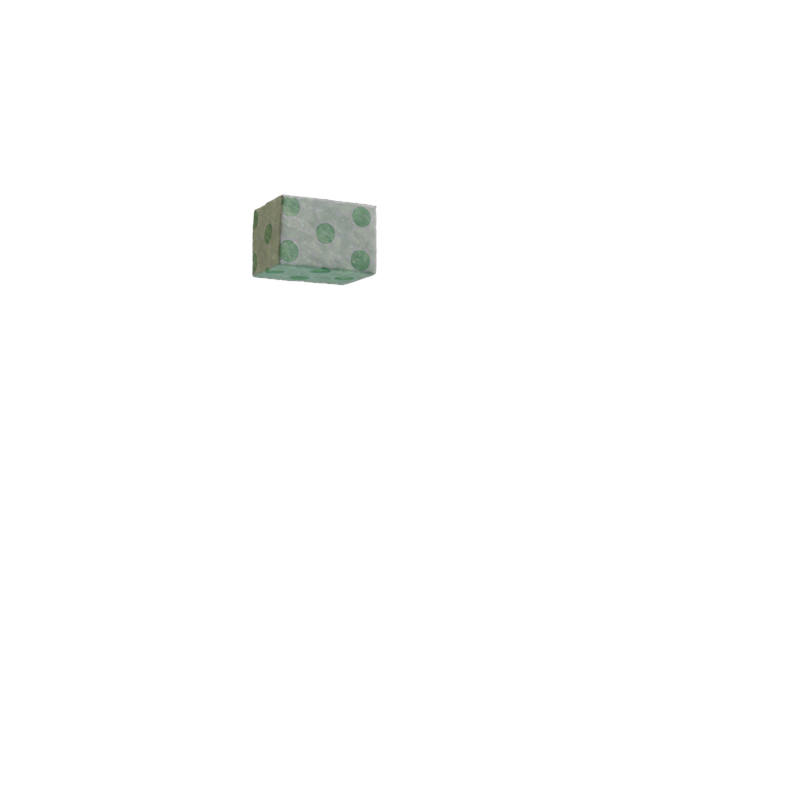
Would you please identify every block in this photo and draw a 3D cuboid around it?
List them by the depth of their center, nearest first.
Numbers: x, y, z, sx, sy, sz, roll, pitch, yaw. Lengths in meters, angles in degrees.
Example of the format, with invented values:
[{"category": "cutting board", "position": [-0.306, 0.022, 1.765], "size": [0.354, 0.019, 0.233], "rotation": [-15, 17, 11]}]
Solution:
[{"category": "block", "position": [-0.063, -0.114, 0.800], "size": [0.075, 0.053, 0.053], "rotation": [3, -9, -27]}]
